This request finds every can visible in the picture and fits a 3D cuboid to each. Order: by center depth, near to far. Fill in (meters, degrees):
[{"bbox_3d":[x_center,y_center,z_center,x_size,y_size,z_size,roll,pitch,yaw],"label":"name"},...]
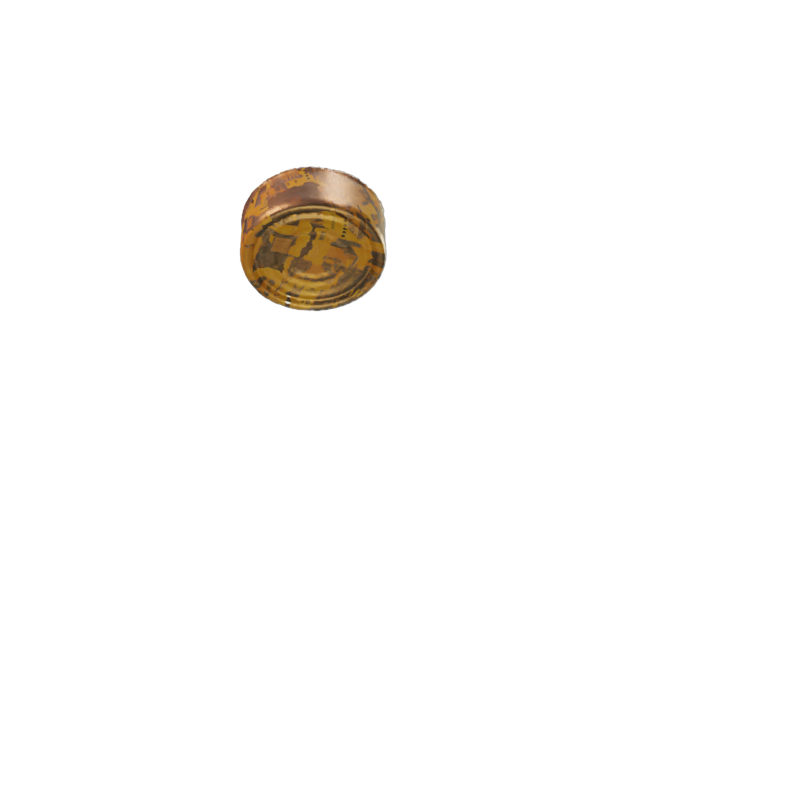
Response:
[{"bbox_3d":[-0.051,-0.092,0.645,0.086,0.036,0.080,1,-45,-1],"label":"can"}]
